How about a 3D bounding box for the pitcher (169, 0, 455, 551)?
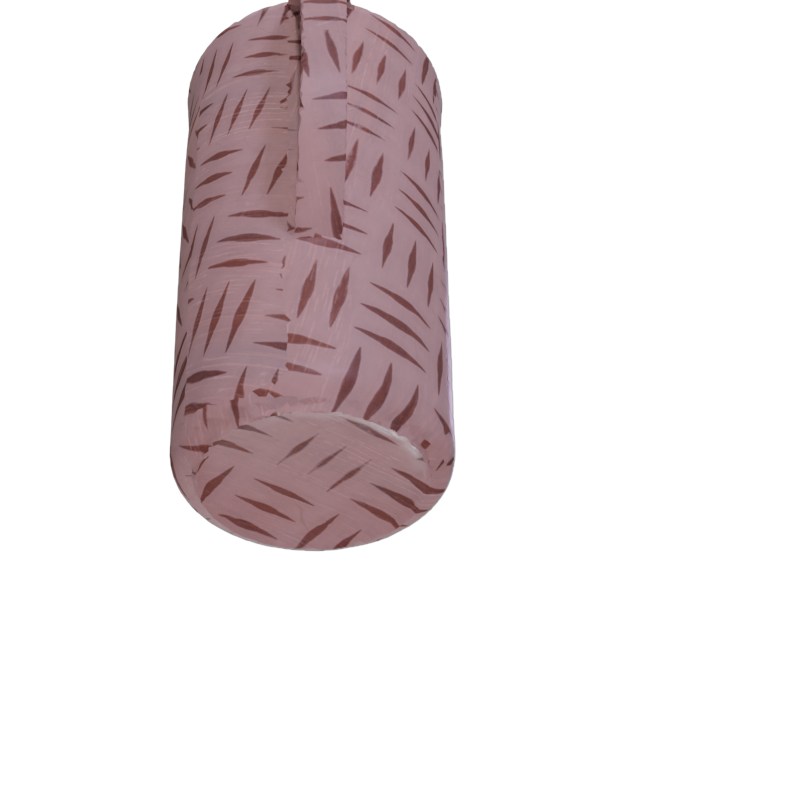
[{"bbox_3d":[-0.038,-0.070,0.492,0.144,0.261,0.139,-31,-50,26],"label":"pitcher"}]
